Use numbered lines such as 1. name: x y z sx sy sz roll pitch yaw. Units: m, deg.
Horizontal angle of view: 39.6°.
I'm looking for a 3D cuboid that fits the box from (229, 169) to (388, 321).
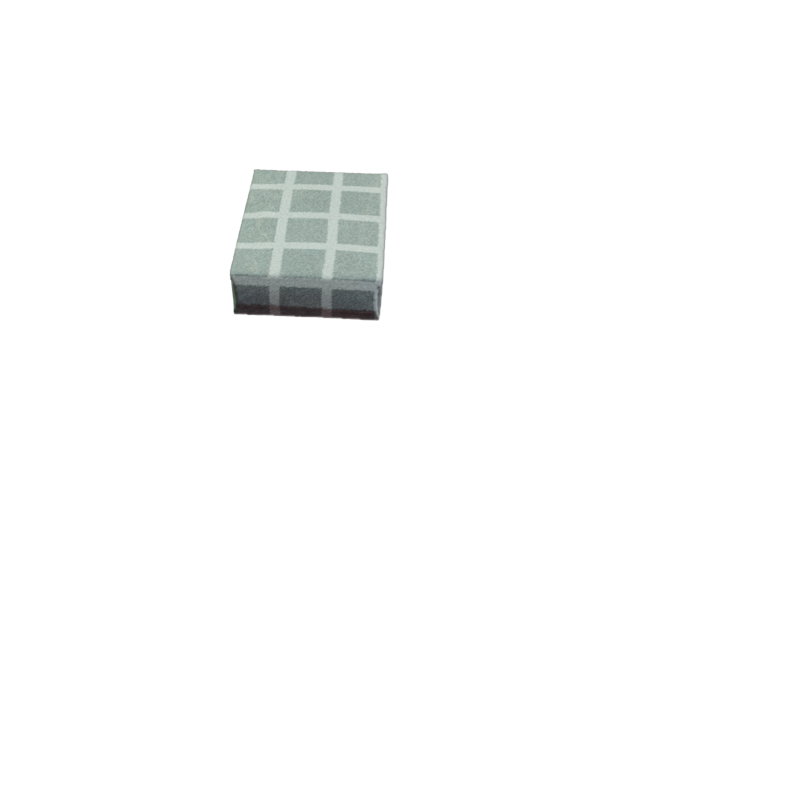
1. box: -0.054 -0.099 0.694 0.090 0.036 0.121 2 40 2
